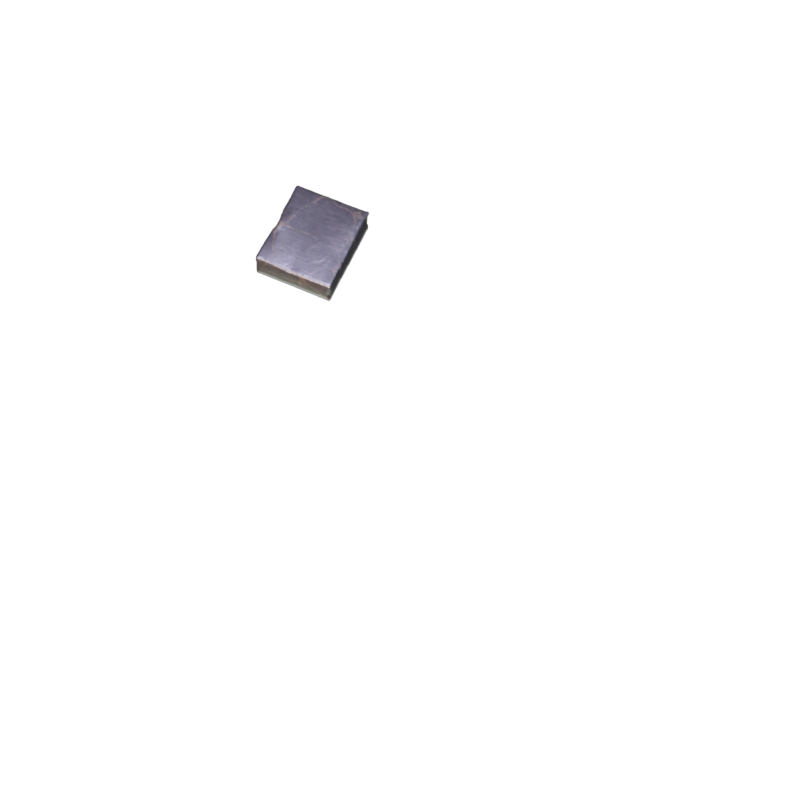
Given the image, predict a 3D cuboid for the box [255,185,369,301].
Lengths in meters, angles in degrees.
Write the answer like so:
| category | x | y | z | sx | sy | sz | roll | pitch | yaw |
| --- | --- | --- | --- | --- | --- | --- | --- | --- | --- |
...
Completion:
| category | x | y | z | sx | sy | sz | roll | pitch | yaw |
| --- | --- | --- | --- | --- | --- | --- | --- | --- | --- |
| box | -0.078 | -0.142 | 0.994 | 0.075 | 0.093 | 0.028 | 21 | -28 | 11 |
